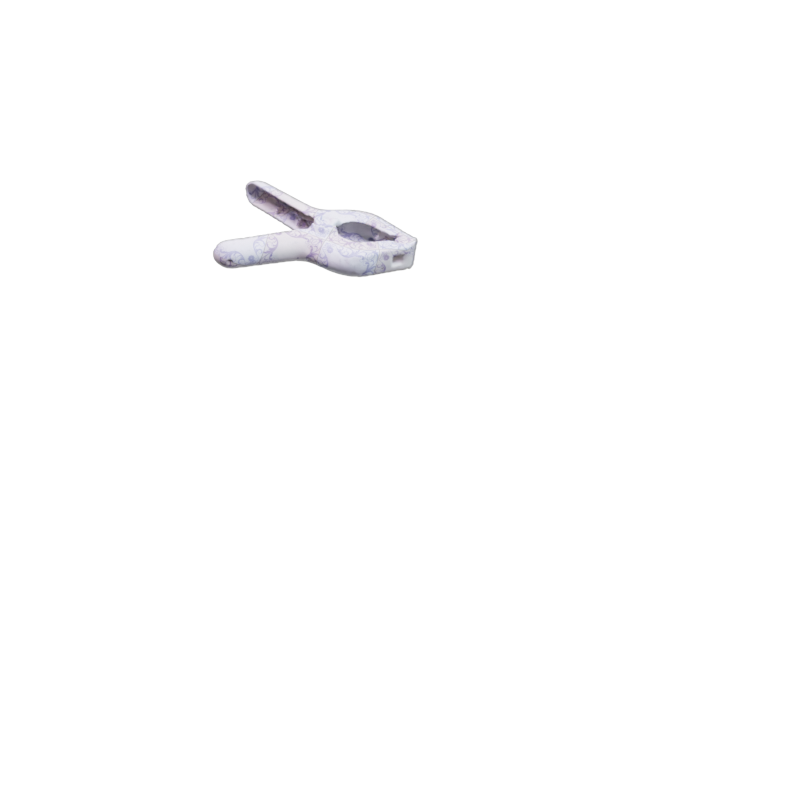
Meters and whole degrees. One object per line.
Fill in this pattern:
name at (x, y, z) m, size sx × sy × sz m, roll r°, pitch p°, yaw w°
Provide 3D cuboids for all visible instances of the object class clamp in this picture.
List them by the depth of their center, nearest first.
clamp at (-0.075, -0.137, 0.959) m, size 0.176 × 0.036 × 0.125 m, roll 14°, pitch 46°, yaw 14°
